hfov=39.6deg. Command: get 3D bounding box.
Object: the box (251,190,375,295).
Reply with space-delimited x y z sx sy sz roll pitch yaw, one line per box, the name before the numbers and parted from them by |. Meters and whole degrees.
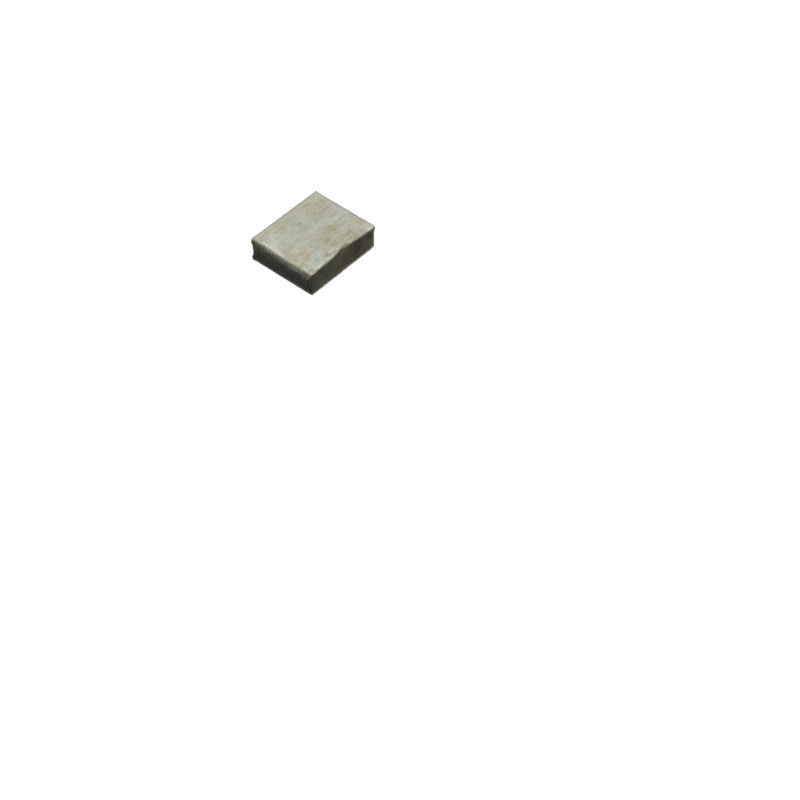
box | -0.078 -0.142 0.996 0.077 0.028 0.090 32 54 26
